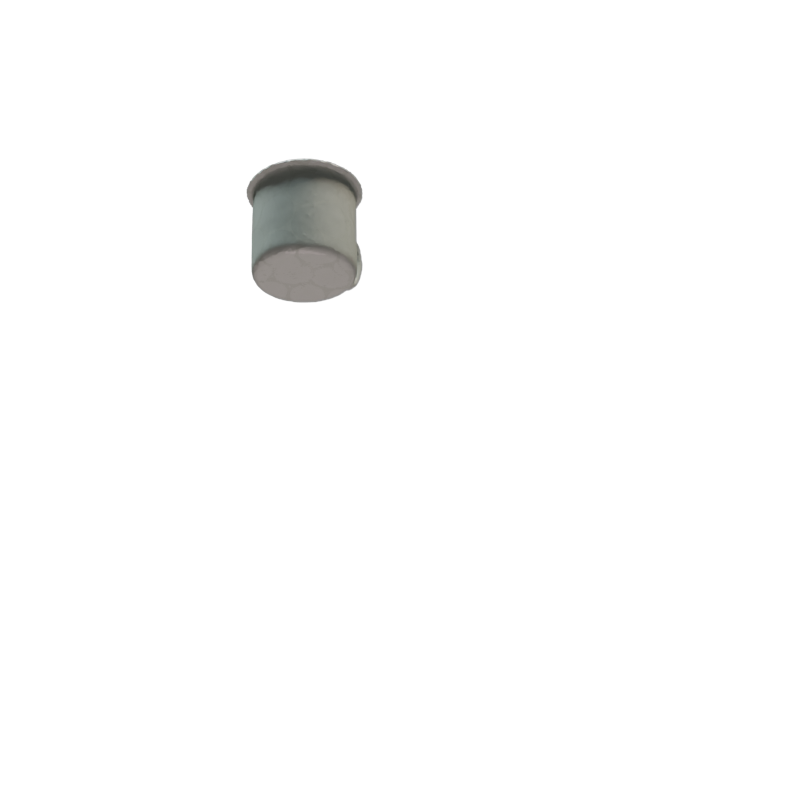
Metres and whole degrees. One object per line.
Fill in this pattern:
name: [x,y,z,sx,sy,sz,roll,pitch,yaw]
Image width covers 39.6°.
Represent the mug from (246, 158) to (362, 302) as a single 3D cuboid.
mug: [-0.069,-0.125,0.878,0.094,0.087,0.109,-19,-33,28]
